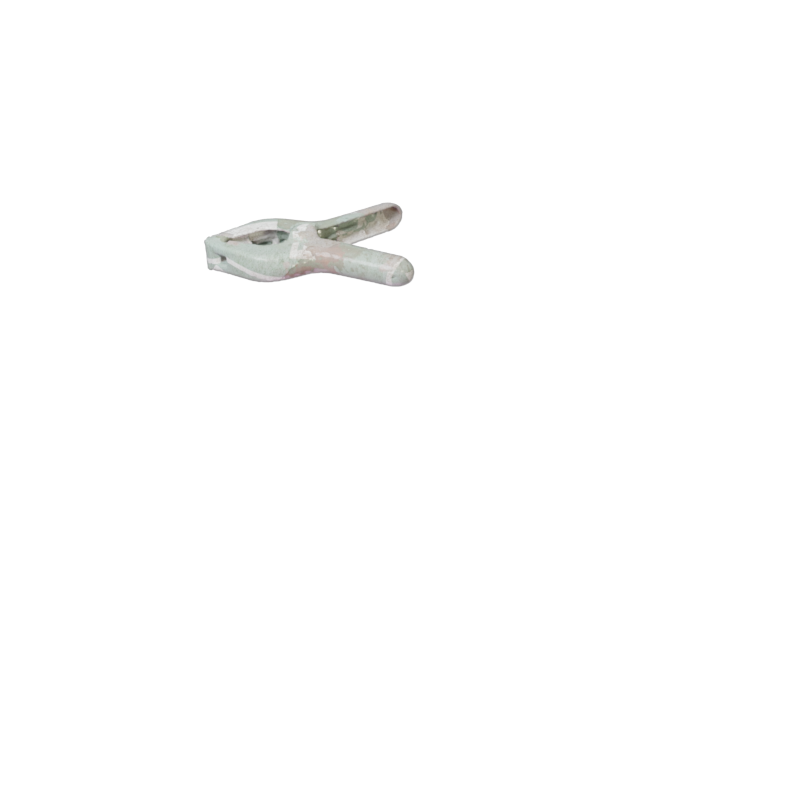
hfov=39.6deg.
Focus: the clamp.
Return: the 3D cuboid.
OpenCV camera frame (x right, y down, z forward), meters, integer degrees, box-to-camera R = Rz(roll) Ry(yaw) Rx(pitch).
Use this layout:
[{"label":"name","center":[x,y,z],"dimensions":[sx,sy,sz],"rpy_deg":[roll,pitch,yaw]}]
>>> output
[{"label":"clamp","center":[-0.072,-0.130,0.914],"dimensions":[0.173,0.037,0.125],"rpy_deg":[3,28,6]}]
